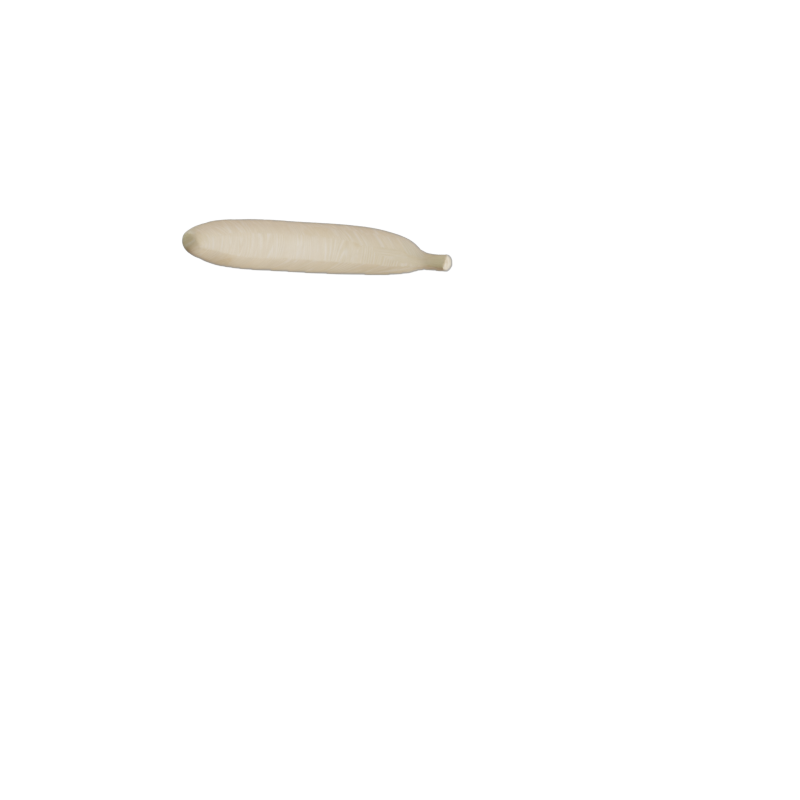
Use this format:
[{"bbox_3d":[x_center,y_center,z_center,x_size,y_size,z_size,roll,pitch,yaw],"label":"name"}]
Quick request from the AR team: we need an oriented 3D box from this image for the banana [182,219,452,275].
[{"bbox_3d":[-0.065,-0.110,0.789,0.192,0.037,0.071,0,-1,-22],"label":"banana"}]
